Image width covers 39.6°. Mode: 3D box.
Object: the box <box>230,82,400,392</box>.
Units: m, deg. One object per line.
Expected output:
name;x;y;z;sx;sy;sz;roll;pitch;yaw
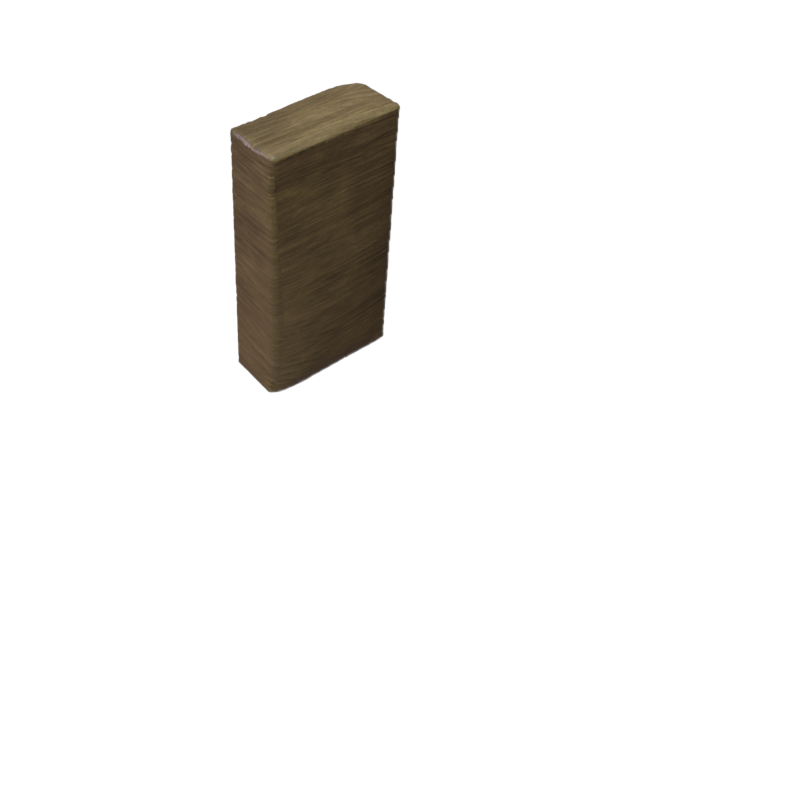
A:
box;-0.051;-0.094;0.657;0.093;0.165;0.051;-28;49;-32
